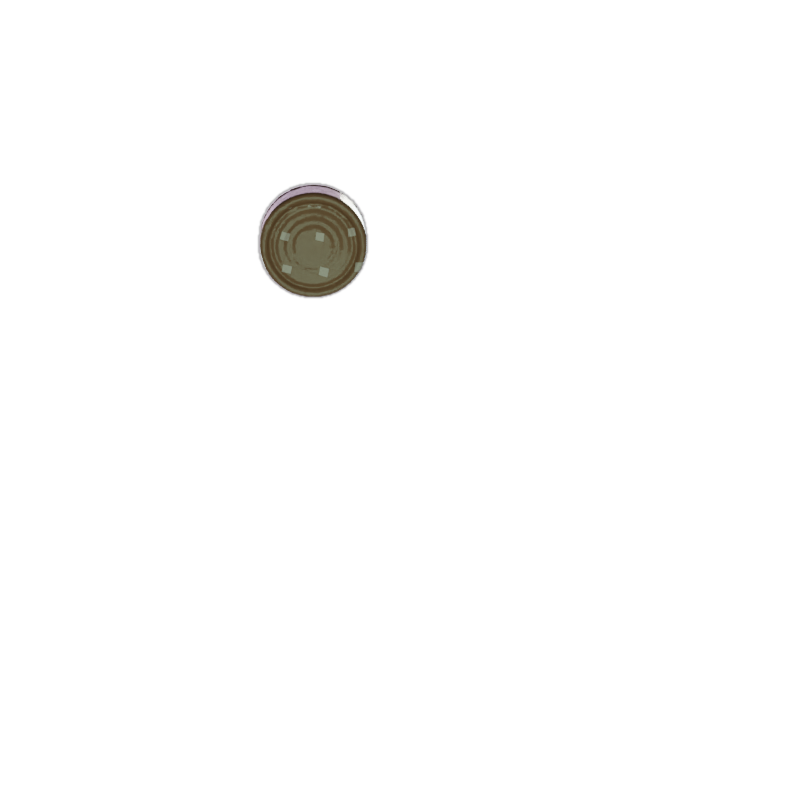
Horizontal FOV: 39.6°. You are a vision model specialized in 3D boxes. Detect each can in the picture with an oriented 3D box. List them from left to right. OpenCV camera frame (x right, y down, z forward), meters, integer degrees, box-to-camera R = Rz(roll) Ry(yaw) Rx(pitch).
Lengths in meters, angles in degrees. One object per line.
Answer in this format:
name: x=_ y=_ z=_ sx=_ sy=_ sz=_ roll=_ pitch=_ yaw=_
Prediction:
can: x=-0.068 y=-0.124 z=0.871 sx=0.086 sy=0.083 sz=0.035 roll=0 pitch=16 yaw=-1
